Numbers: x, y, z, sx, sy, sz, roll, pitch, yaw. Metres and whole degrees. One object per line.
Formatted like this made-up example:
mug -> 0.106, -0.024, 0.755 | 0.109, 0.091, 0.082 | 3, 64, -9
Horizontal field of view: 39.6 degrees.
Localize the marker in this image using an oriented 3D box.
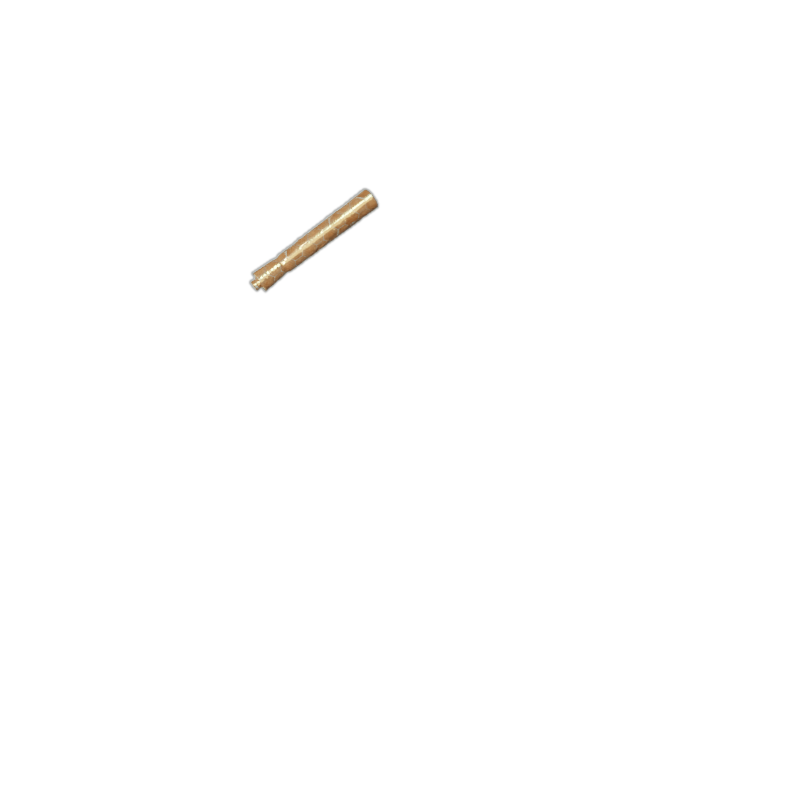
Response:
marker -> -0.070, -0.127, 0.889 | 0.121, 0.019, 0.020 | -38, 12, -10
